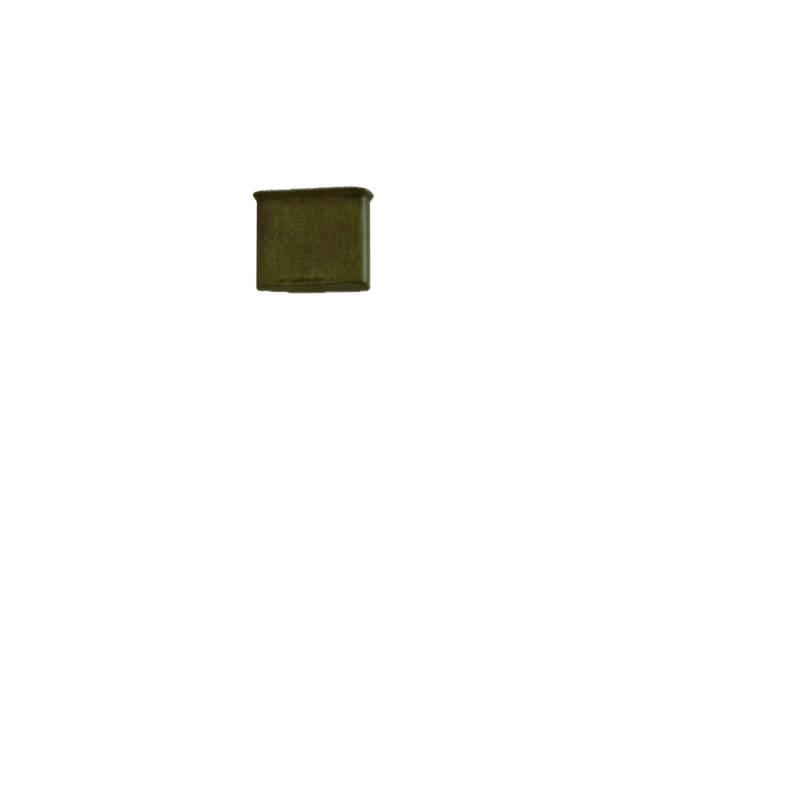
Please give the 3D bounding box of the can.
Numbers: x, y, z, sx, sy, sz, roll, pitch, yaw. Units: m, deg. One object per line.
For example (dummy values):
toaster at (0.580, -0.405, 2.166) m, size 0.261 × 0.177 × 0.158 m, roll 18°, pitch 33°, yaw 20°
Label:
can at (-0.074, -0.136, 0.949) m, size 0.104 × 0.085 × 0.056 m, roll -1°, pitch -6°, yaw 13°
